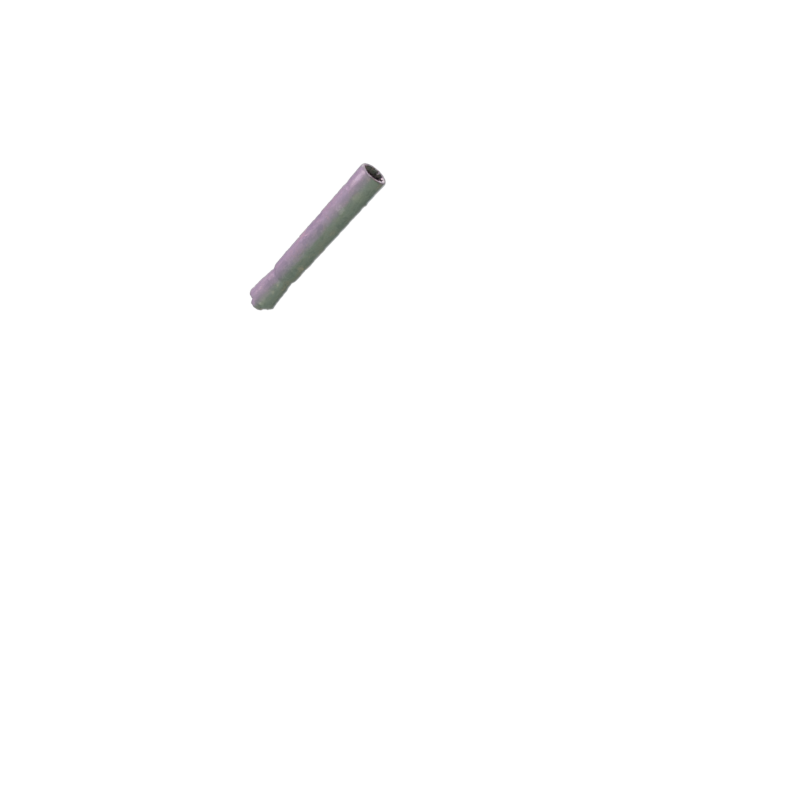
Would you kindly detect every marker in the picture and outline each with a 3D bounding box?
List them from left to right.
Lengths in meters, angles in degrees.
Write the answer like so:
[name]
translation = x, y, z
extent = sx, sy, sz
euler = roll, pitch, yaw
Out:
[marker]
translation = -0.054, -0.098, 0.687
extent = 0.119, 0.021, 0.019
euler = -44, -20, 25
